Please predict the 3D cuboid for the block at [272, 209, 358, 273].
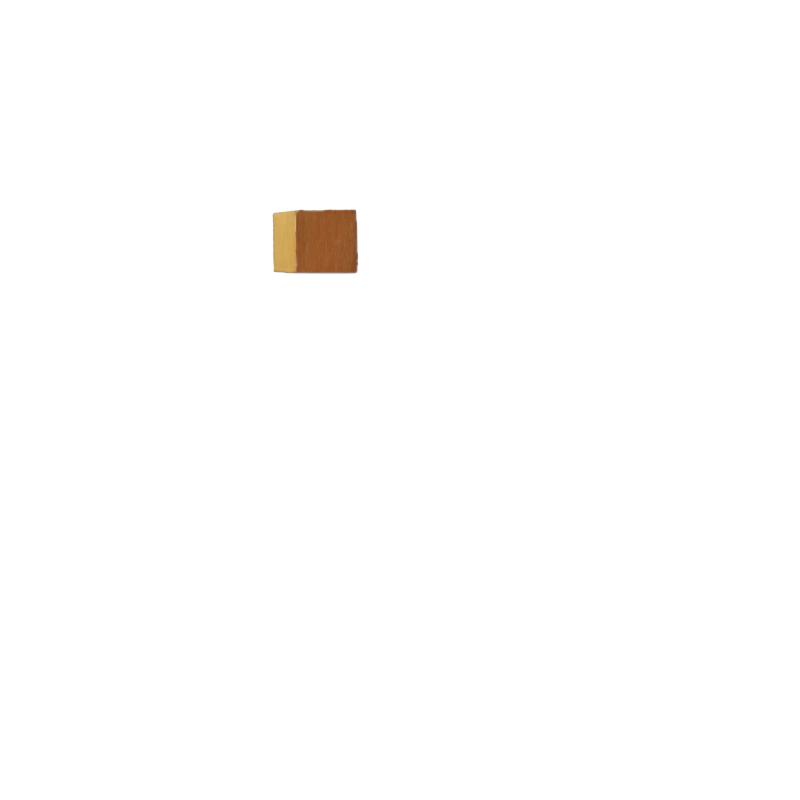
[{"bbox_3d":[-0.071,-0.130,0.907,0.051,0.051,0.080,-1,6,-19],"label":"block"}]
